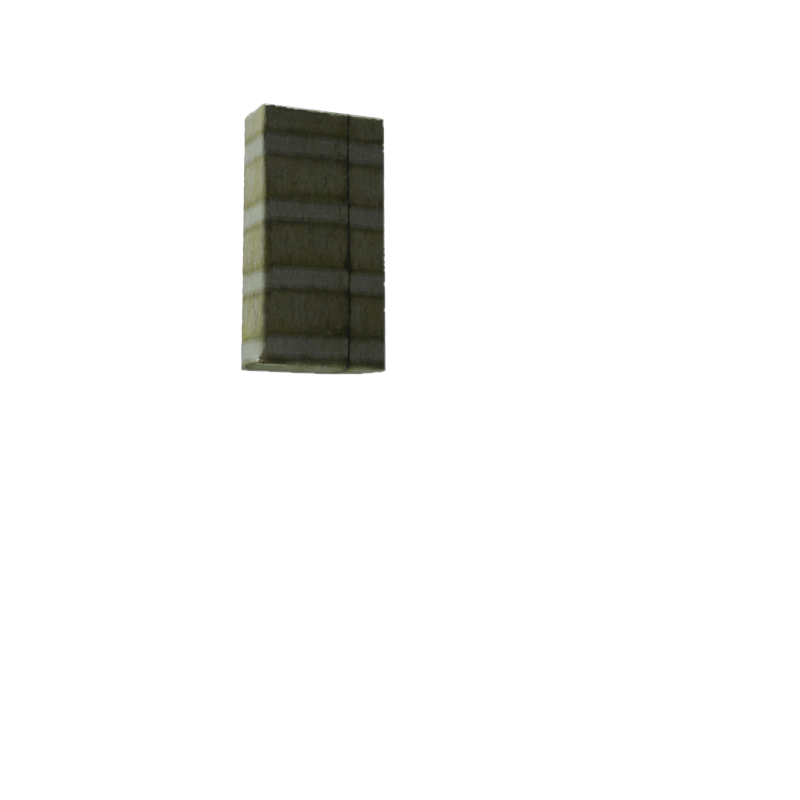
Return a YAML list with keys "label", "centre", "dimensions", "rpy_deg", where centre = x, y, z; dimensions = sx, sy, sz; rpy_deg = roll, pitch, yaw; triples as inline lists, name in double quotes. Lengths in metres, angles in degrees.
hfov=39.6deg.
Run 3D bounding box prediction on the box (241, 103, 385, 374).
- label: "box"
  centre: [-0.059, -0.108, 0.755]
  dimensions: [0.090, 0.181, 0.048]
  rpy_deg: [4, -12, -24]
